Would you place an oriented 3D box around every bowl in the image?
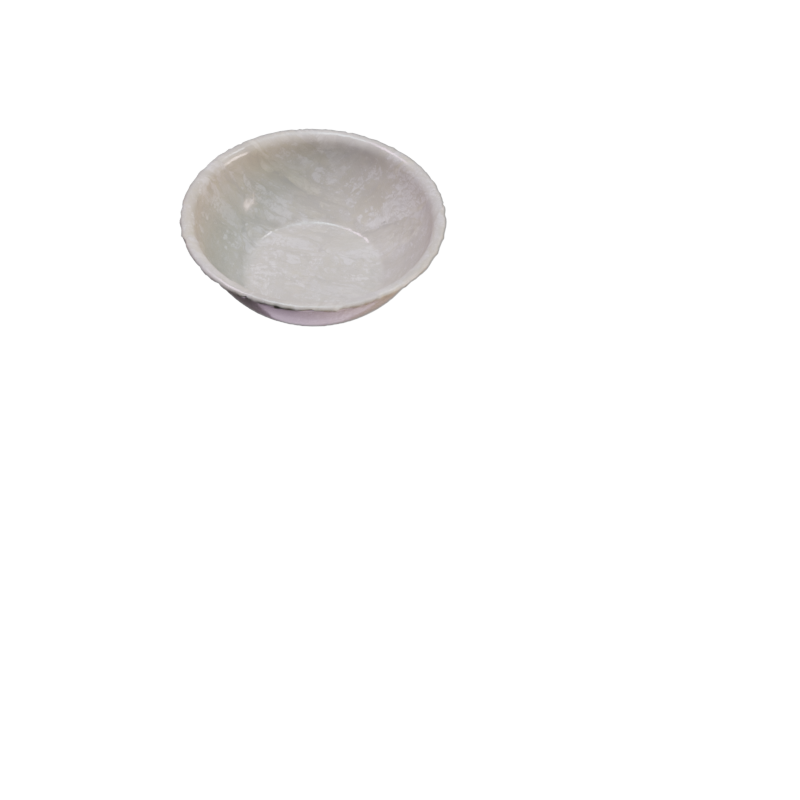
[{"bbox_3d":[-0.054,-0.099,0.691,0.162,0.174,0.051,-1,-41,-1],"label":"bowl"}]
